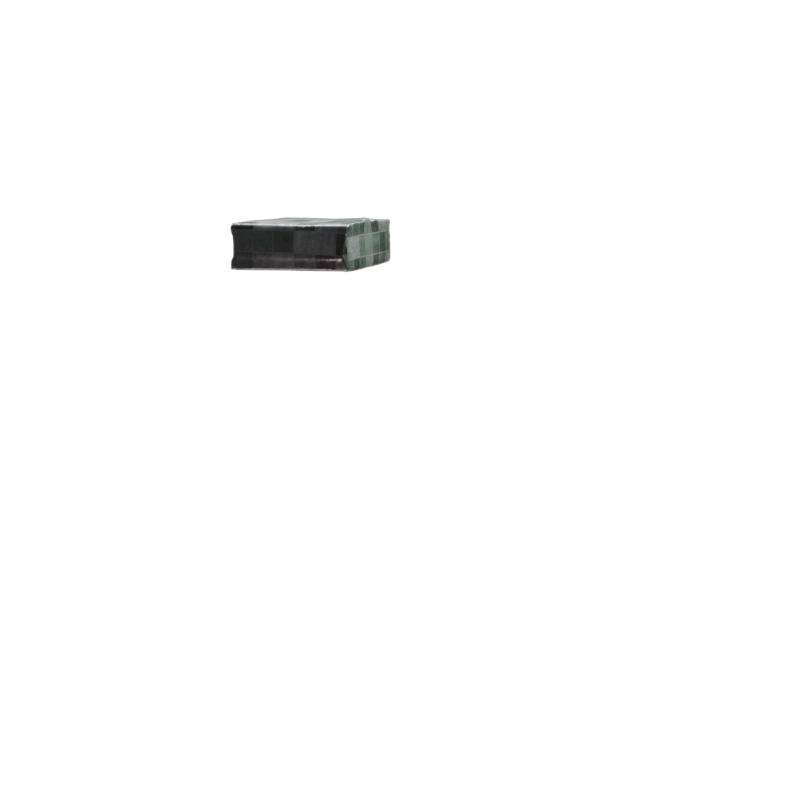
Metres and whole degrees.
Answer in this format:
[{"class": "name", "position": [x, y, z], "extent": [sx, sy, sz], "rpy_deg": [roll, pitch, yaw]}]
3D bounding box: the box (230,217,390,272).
[{"class": "box", "position": [-0.053, -0.096, 0.673], "extent": [0.075, 0.030, 0.088], "rpy_deg": [3, 11, 18]}]
